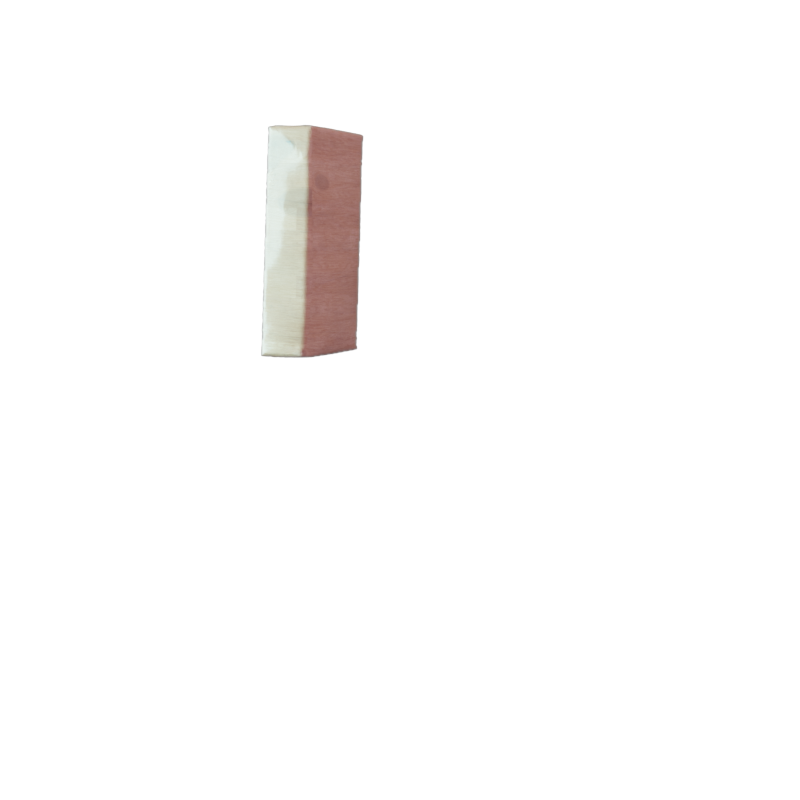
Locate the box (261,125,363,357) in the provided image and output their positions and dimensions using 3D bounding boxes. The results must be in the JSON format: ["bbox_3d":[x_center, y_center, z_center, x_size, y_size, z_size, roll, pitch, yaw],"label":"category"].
[{"bbox_3d":[-0.068,-0.124,0.870,0.049,0.176,0.091,0,1,25],"label":"box"}]
